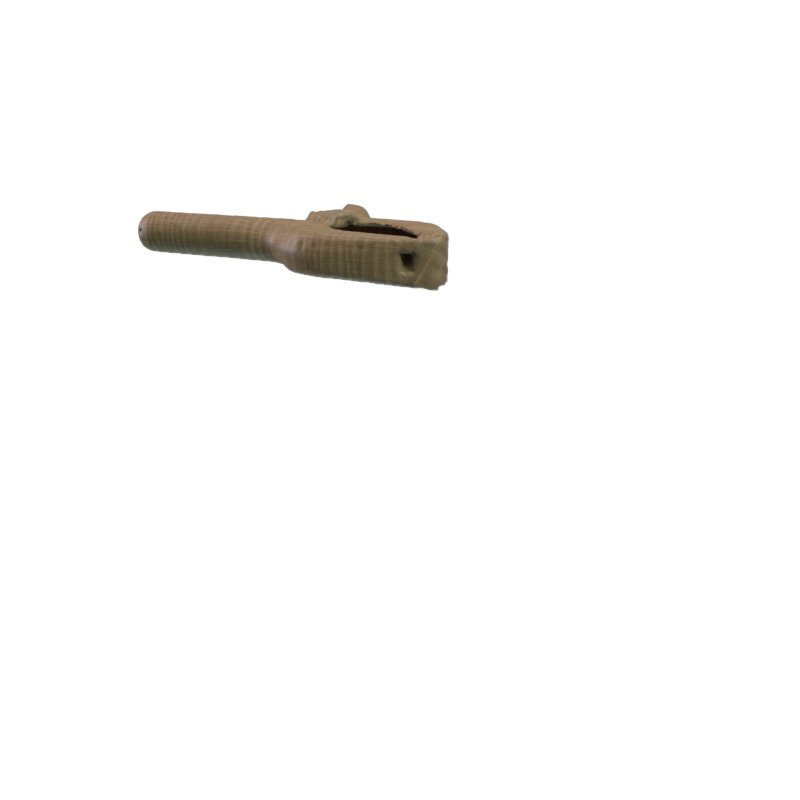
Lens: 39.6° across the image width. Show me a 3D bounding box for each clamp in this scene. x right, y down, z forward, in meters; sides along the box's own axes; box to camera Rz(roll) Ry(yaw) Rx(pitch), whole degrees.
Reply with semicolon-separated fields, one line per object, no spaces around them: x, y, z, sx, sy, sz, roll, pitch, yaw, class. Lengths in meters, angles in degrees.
-0.050;-0.092;0.641;0.160;0.035;0.221;-7;17;-26;clamp
